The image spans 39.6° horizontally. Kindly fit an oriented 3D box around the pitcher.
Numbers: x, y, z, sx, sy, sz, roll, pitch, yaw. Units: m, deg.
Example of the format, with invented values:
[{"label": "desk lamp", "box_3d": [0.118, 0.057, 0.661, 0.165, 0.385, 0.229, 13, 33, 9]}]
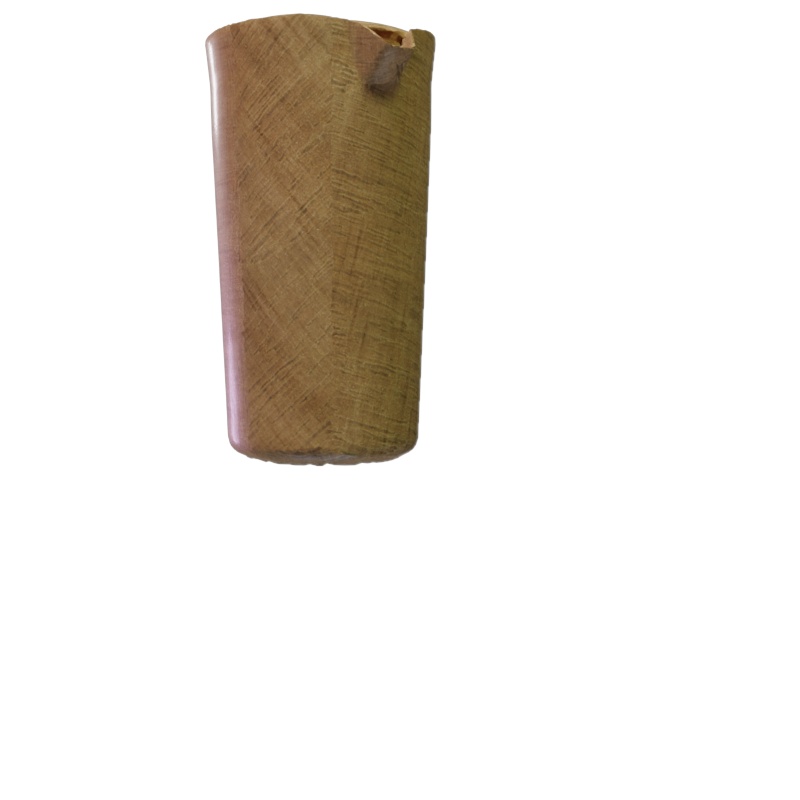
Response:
[{"label": "pitcher", "box_3d": [-0.050, -0.092, 0.644, 0.147, 0.245, 0.146, 0, -1, 11]}]
